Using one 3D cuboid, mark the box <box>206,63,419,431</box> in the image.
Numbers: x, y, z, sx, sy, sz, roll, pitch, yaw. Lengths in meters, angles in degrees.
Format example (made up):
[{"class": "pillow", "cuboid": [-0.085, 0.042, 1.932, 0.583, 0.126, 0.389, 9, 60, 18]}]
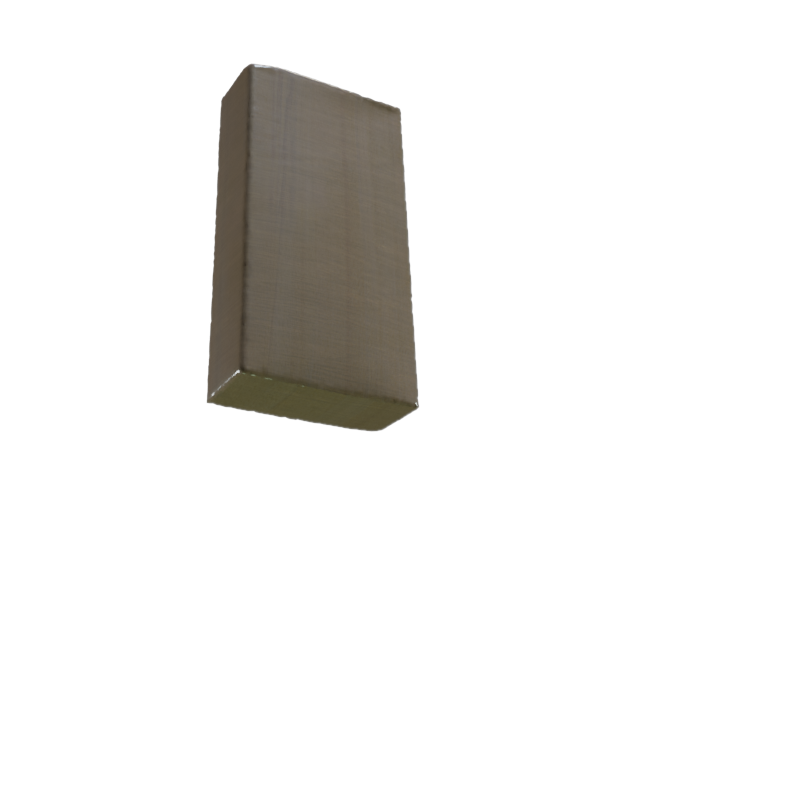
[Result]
[{"class": "box", "cuboid": [-0.043, -0.078, 0.547, 0.089, 0.187, 0.047, 12, -30, -26]}]
